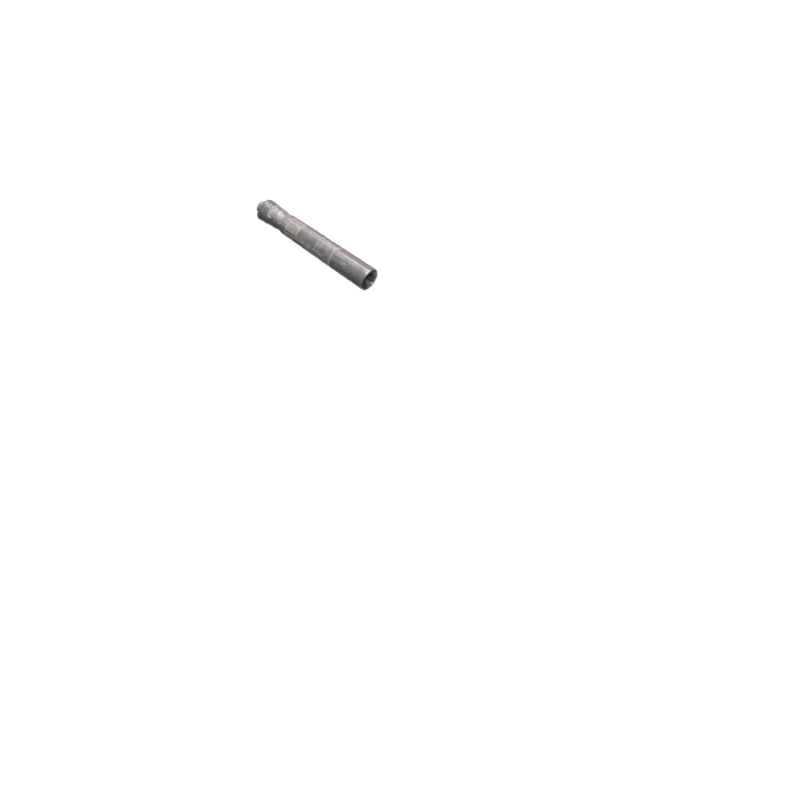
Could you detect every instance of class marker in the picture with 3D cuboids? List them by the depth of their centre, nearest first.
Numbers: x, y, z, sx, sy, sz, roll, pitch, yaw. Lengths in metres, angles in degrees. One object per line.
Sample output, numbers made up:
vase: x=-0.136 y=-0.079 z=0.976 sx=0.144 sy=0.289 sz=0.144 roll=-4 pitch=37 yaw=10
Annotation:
marker: x=-0.068 y=-0.125 z=0.873 sx=0.129 sy=0.019 sz=0.019 roll=37 pitch=22 yaw=29
